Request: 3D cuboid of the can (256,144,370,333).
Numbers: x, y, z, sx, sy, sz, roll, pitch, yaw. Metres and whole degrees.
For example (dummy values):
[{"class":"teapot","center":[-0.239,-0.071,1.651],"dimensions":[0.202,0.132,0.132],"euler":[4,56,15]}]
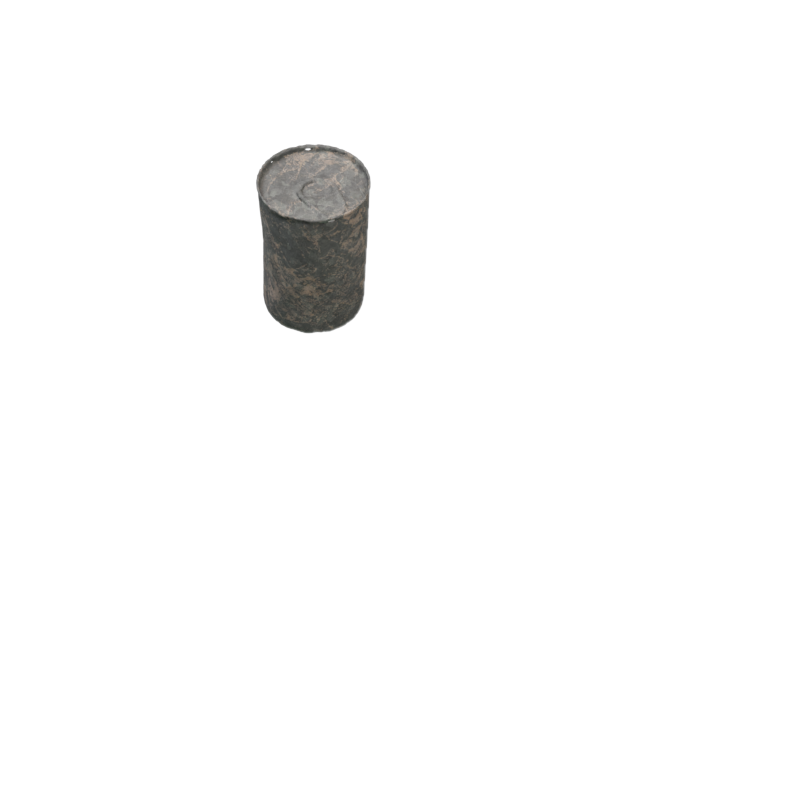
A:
[{"class":"can","center":[-0.054,-0.099,0.691],"dimensions":[0.068,0.074,0.095],"euler":[0,-42,-3]}]
